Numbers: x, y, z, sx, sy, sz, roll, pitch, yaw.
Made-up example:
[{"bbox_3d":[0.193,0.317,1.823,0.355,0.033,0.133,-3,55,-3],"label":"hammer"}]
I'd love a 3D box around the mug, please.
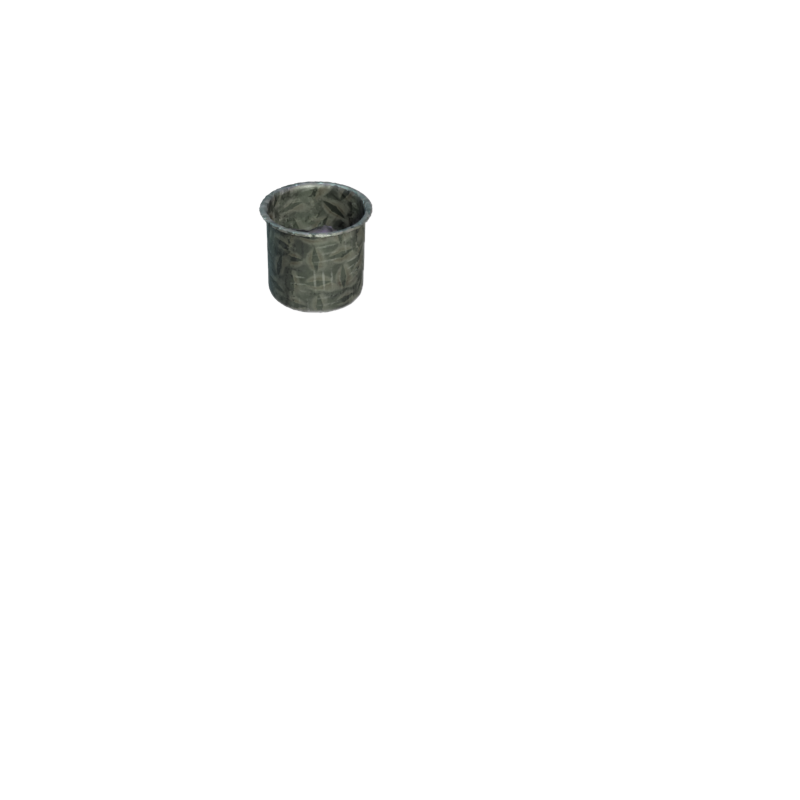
[{"bbox_3d":[-0.074,-0.134,0.940,0.092,0.076,0.126,-7,36,-11],"label":"mug"}]
